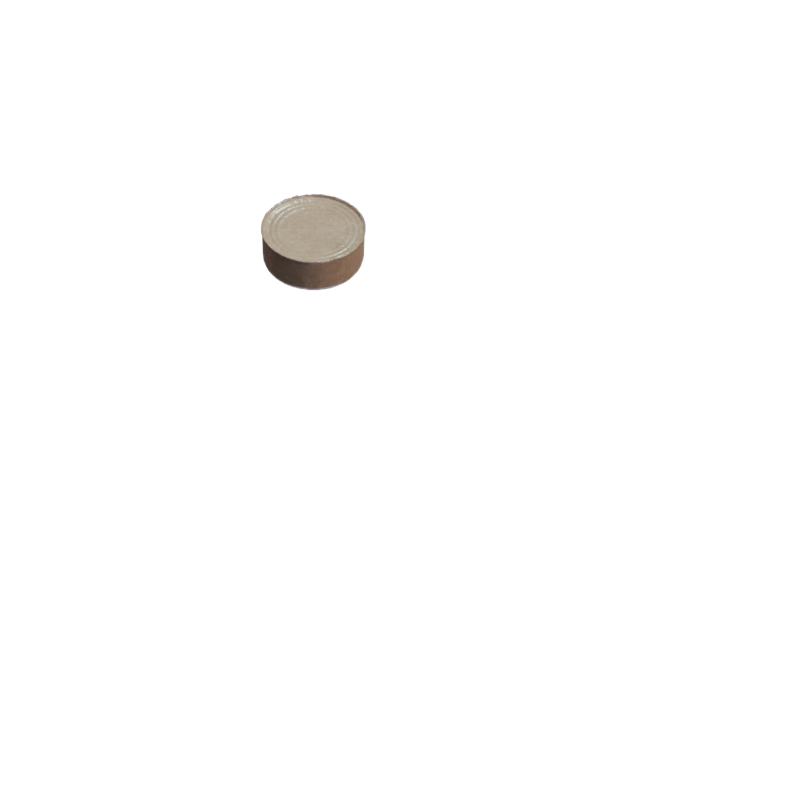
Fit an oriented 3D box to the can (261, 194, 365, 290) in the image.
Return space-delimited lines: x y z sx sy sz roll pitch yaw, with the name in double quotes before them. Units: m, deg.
"can" -0.072 -0.131 0.914 0.086 0.092 0.031 -1 -44 -1
